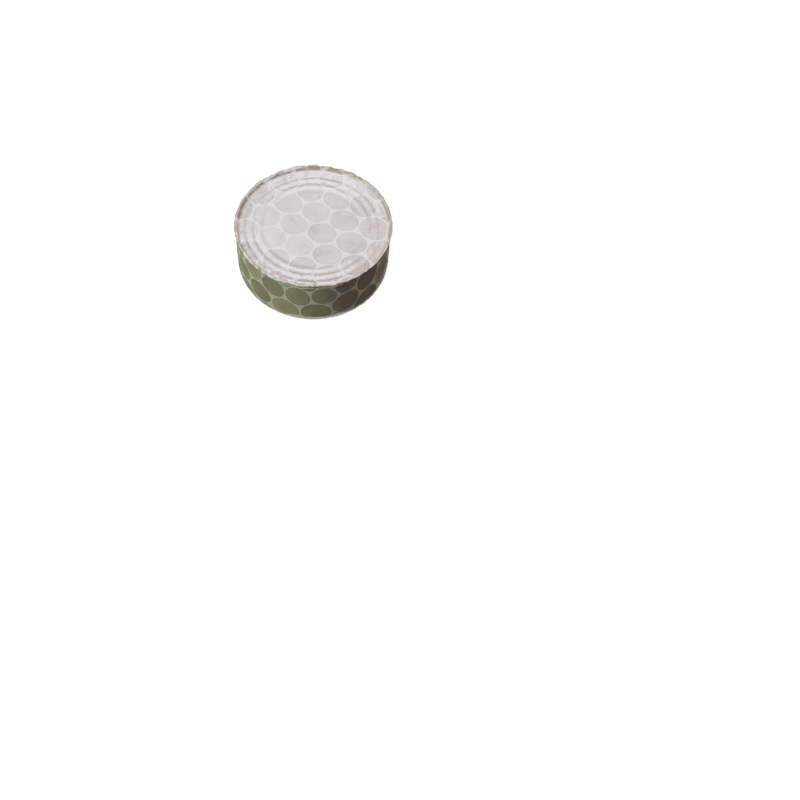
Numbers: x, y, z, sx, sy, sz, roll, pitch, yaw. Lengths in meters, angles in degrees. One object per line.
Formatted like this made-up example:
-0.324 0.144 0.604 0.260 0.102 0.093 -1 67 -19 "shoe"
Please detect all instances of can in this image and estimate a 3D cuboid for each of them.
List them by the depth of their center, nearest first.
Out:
-0.048 -0.087 0.612 0.086 0.092 0.031 -1 -36 -1 "can"
